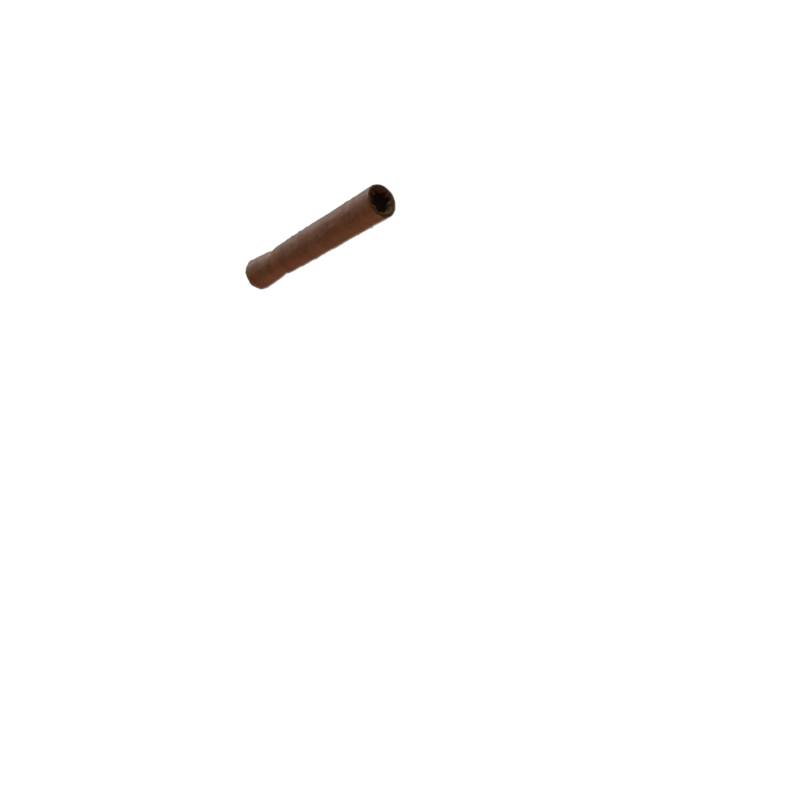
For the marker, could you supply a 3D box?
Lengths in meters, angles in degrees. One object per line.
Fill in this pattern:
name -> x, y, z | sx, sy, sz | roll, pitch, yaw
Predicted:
marker -> -0.047, -0.086, 0.603 | 0.019, 0.020, 0.121 | -3, -12, -41
